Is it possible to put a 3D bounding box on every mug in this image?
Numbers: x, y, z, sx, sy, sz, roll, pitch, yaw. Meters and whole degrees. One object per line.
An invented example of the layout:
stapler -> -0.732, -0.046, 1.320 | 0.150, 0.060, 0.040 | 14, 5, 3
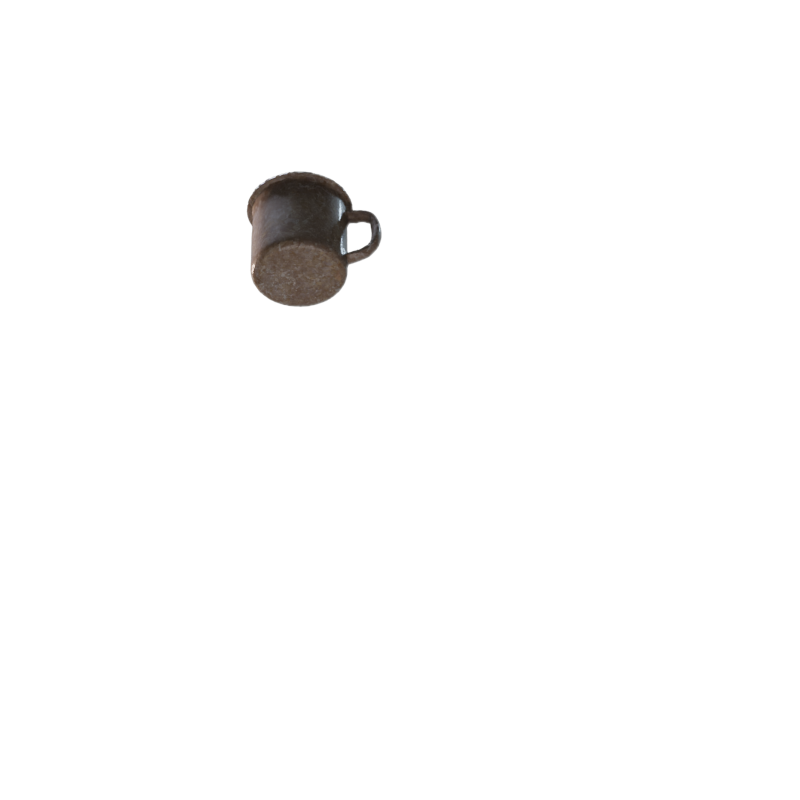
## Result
mug -> -0.074, -0.135, 0.946 | 0.118, 0.087, 0.086 | -4, -41, 3
